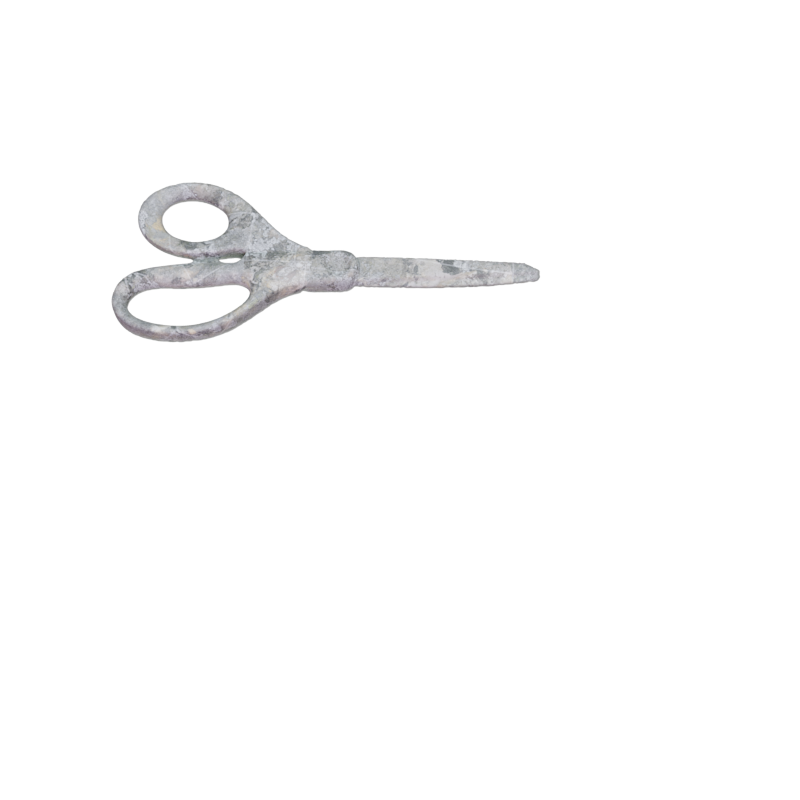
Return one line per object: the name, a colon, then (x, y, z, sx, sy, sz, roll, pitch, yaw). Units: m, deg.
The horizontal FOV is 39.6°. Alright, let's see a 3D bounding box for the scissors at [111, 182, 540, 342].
scissors: (-0.043, -0.078, 0.544, 0.200, 0.103, 0.015, -13, -31, -8)
